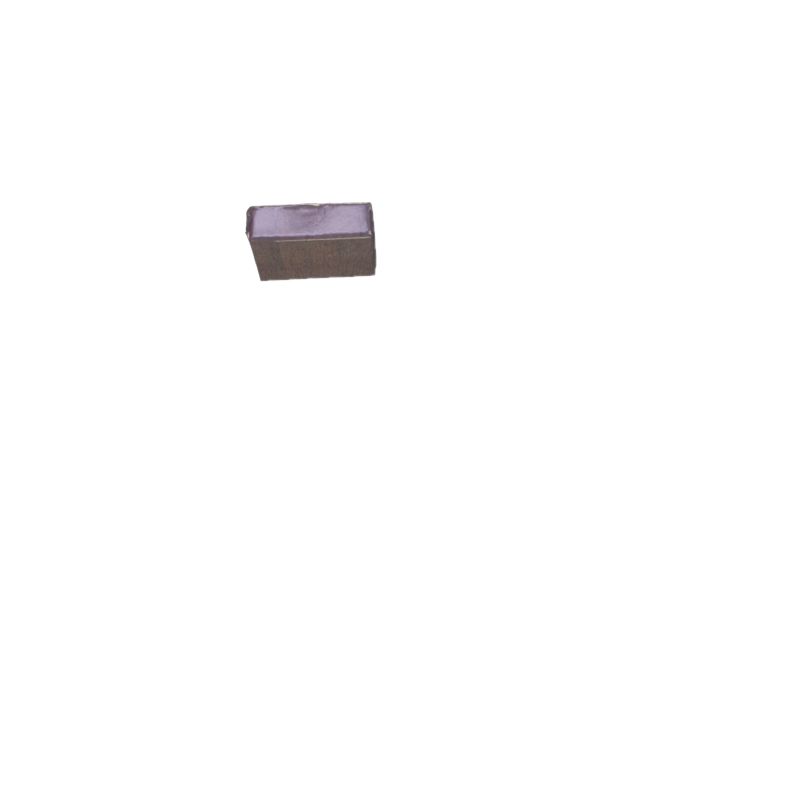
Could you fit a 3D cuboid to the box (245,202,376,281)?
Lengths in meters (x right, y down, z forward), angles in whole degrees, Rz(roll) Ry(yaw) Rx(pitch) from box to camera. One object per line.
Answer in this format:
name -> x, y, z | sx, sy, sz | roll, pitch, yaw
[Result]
box -> -0.063, -0.114, 0.798 | 0.090, 0.032, 0.069 | -1, -18, 3
